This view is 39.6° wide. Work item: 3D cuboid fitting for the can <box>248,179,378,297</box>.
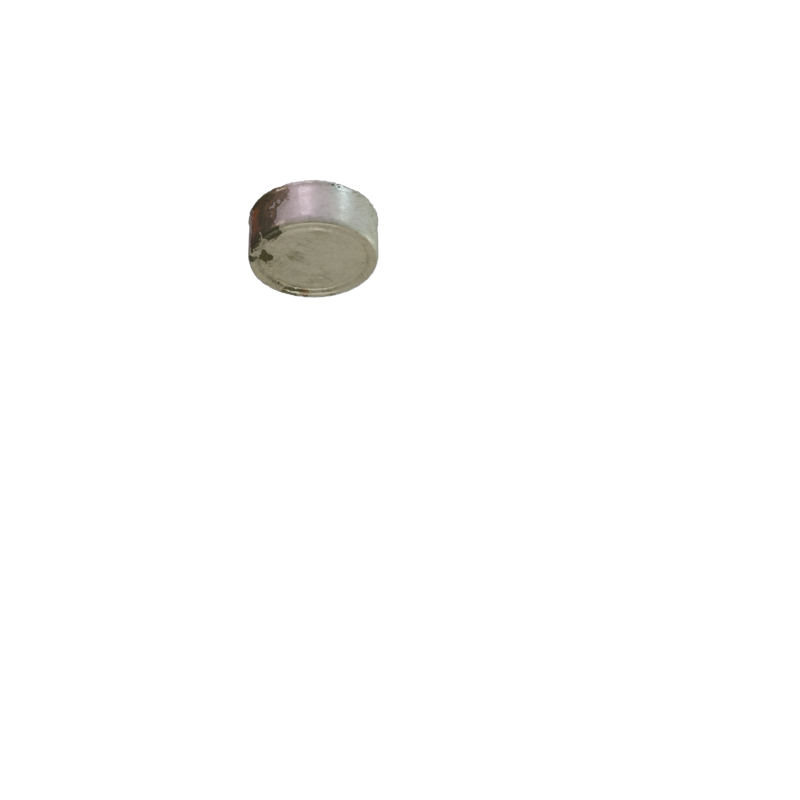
[{"bbox_3d":[-0.057,-0.103,0.723,0.086,0.036,0.080,1,-32,-2],"label":"can"}]
